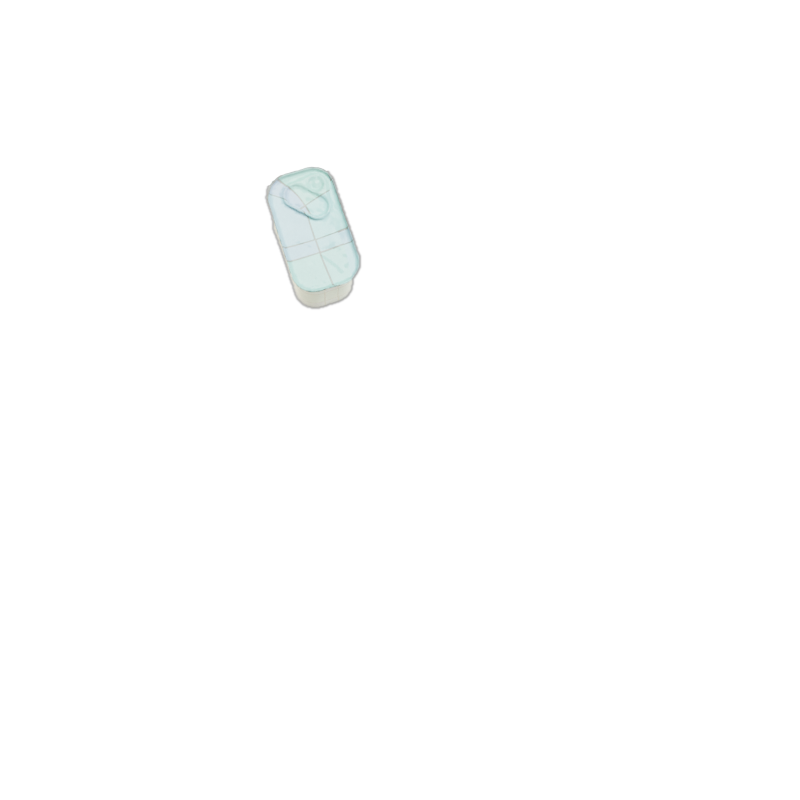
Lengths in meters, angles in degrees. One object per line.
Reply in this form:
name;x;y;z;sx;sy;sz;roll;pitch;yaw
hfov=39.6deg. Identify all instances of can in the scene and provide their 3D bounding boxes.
can;-0.073;-0.133;0.928;0.057;0.106;0.081;-17;-11;-6
